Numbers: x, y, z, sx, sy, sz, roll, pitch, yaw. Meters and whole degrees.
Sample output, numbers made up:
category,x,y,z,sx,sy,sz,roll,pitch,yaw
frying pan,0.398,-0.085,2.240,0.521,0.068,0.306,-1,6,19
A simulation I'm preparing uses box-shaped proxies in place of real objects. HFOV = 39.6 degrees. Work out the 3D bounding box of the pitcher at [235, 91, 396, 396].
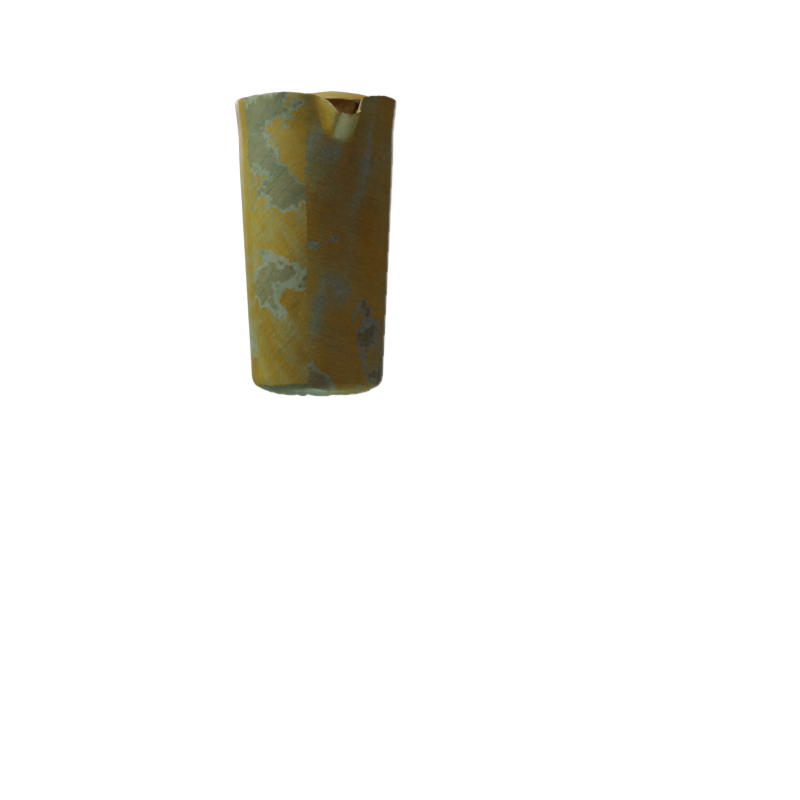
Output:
category,x,y,z,sx,sy,sz,roll,pitch,yaw
pitcher,-0.072,-0.132,0.922,0.149,0.243,0.145,1,2,24
